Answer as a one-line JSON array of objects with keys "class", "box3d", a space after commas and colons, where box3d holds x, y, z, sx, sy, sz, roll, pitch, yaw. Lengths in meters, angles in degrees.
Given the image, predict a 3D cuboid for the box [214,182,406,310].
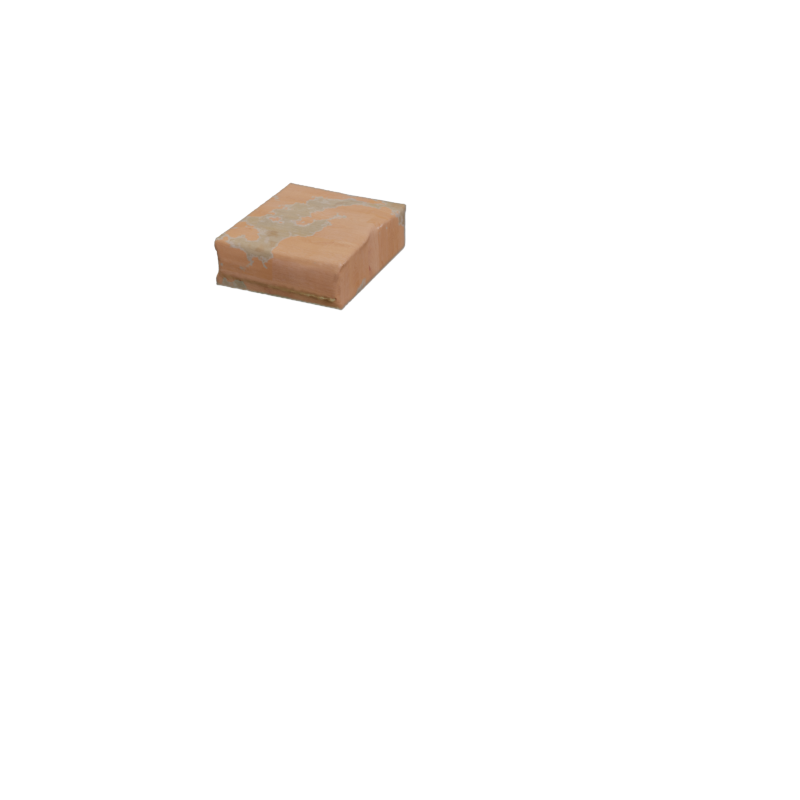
[{"class": "box", "box3d": [-0.046, -0.085, 0.593, 0.076, 0.028, 0.091, 13, 33, 20]}]
